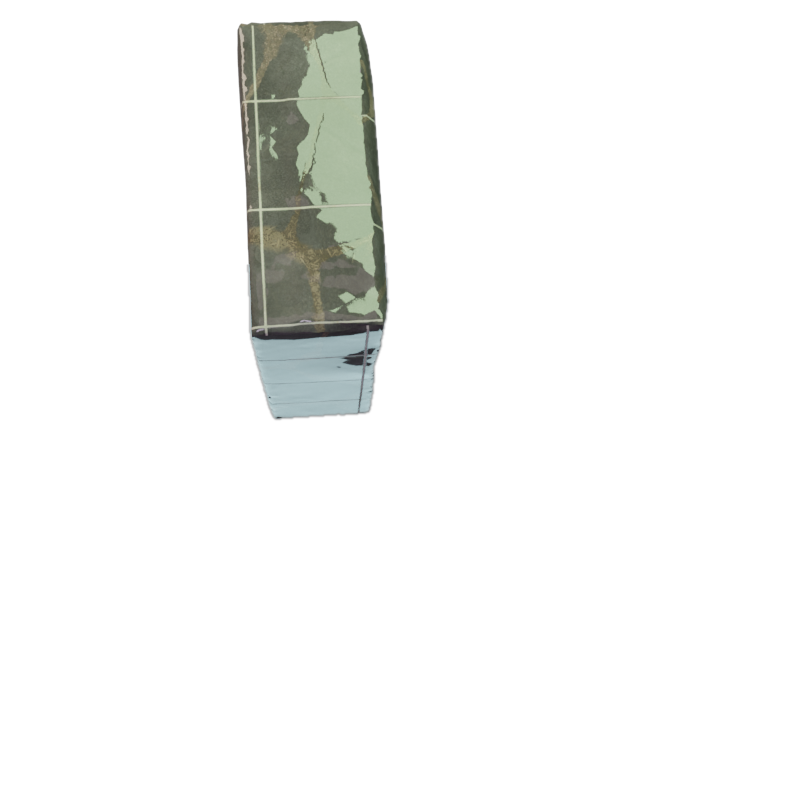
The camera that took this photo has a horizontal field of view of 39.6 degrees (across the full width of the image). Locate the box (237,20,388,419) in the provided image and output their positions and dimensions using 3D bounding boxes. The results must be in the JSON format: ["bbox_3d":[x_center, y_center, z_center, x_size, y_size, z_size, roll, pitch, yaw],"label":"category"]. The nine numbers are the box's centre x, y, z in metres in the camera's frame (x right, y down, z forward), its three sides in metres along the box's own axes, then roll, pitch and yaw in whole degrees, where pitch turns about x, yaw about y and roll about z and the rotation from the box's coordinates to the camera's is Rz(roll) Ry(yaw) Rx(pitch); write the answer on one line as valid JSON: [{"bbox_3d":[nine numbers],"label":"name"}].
[{"bbox_3d":[-0.049,-0.090,0.627,0.071,0.171,0.206,-4,-14,-5],"label":"box"}]
